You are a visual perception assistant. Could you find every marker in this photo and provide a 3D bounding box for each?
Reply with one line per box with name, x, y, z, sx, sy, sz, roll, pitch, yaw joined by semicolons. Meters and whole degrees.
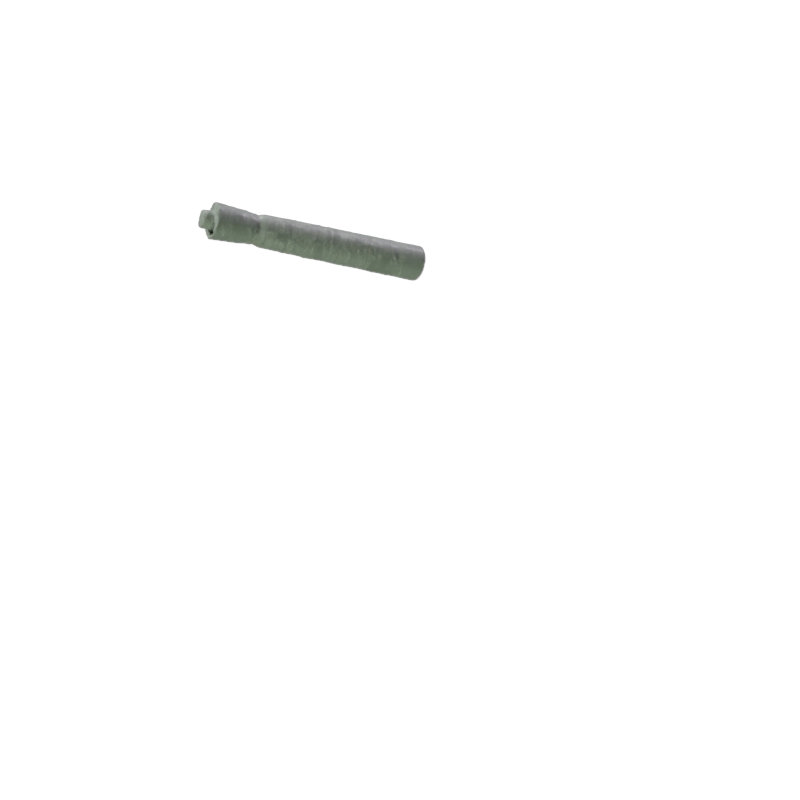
marker;-0.044;-0.081;0.565;0.117;0.020;0.020;9;0;-22
